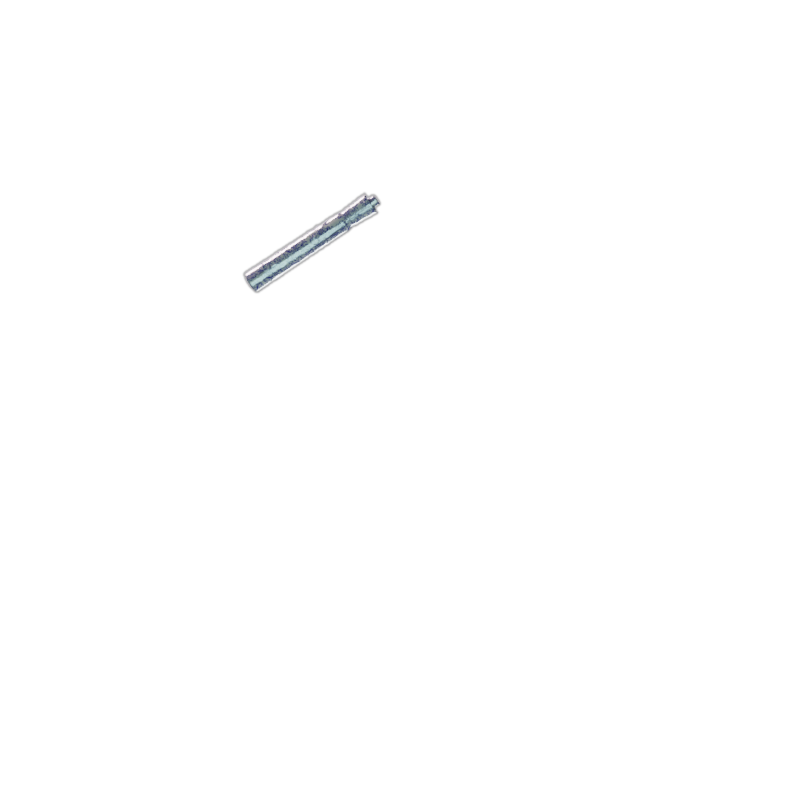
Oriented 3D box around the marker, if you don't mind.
[{"bbox_3d":[-0.068,-0.124,0.871,0.121,0.020,0.020,-32,-1,9],"label":"marker"}]
